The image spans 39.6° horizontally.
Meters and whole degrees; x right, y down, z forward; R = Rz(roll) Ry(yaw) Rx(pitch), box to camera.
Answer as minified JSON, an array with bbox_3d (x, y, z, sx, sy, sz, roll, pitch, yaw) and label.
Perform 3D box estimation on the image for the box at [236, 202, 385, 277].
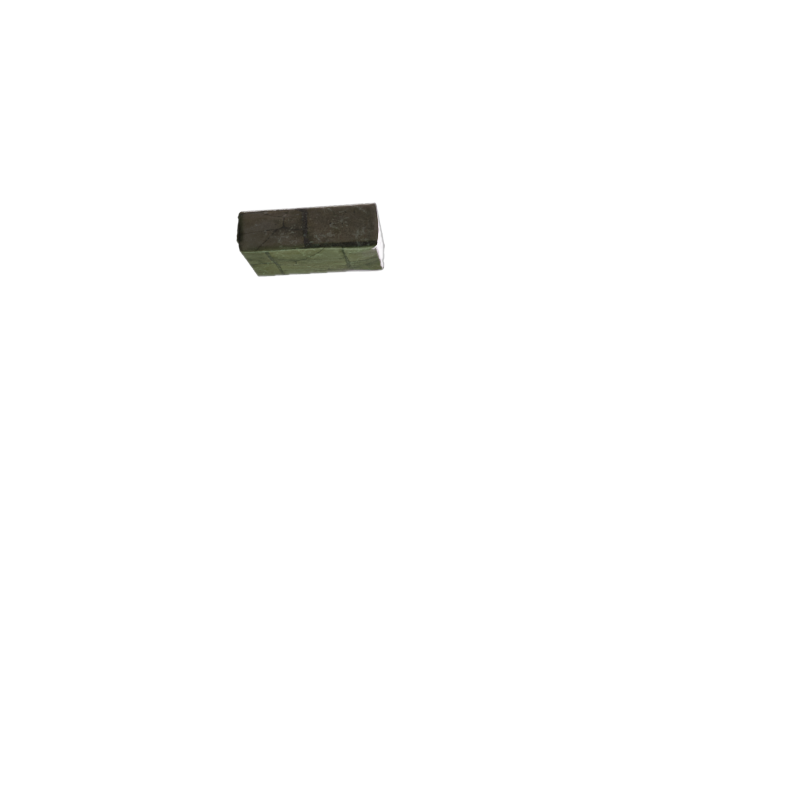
[{"bbox_3d":[-0.071,-0.130,0.911,0.114,0.040,0.087,-1,-7,5],"label":"box"}]
